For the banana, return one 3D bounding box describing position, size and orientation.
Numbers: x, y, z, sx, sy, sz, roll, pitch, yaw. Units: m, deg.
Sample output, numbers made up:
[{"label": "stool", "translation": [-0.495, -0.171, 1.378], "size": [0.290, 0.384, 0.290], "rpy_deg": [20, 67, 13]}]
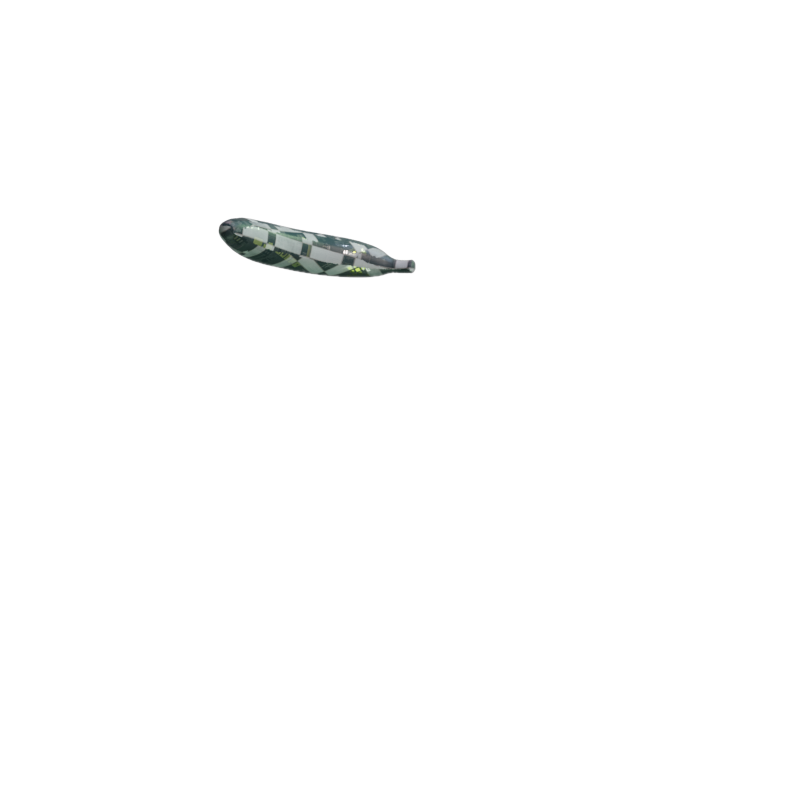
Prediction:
[{"label": "banana", "translation": [-0.084, -0.137, 0.997], "size": [0.190, 0.038, 0.070], "rpy_deg": [5, -11, -31]}]
